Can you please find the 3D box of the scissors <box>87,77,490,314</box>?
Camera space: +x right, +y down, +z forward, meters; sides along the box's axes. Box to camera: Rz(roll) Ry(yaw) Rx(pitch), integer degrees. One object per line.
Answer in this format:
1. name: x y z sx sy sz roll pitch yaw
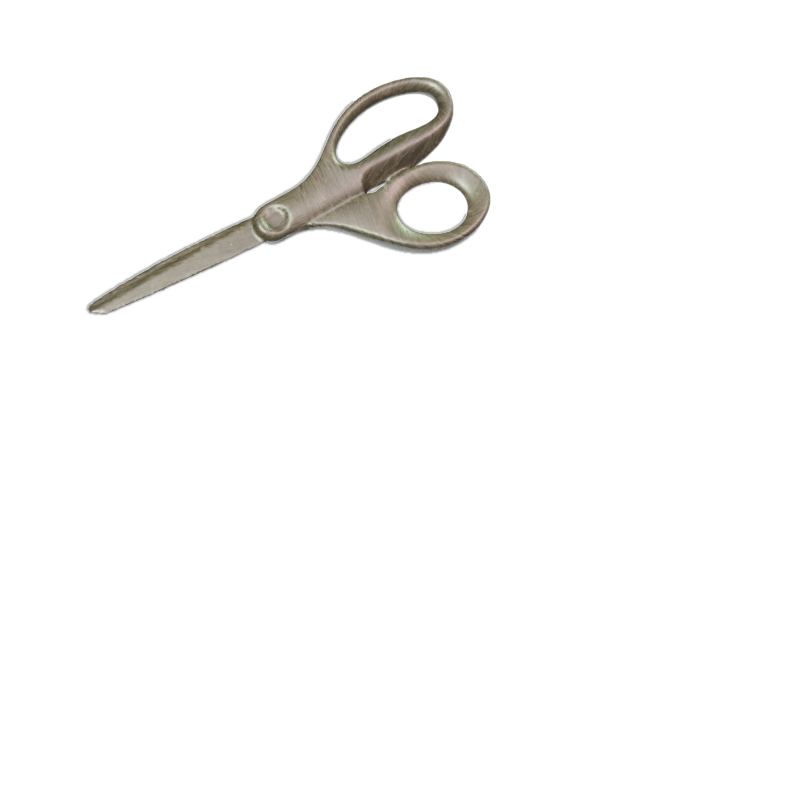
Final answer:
1. scissors: -0.041 -0.075 0.528 0.203 0.099 0.015 -43 -12 -11
